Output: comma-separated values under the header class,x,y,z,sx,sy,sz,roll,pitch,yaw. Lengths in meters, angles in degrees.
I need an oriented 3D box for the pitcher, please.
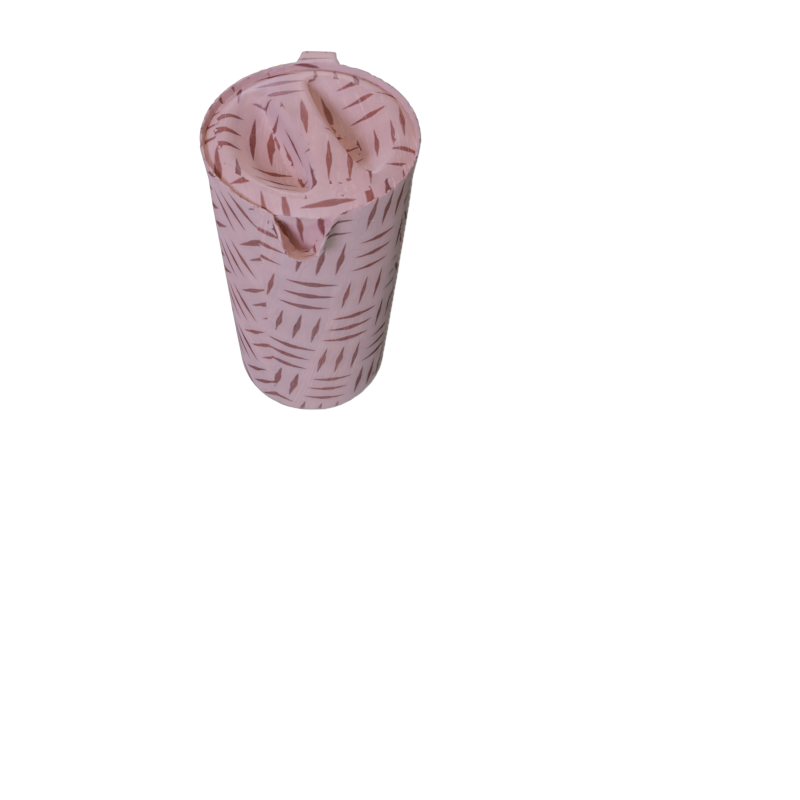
class,x,y,z,sx,sy,sz,roll,pitch,yaw
pitcher,-0.060,-0.109,0.760,0.150,0.154,0.227,-38,-26,-26
